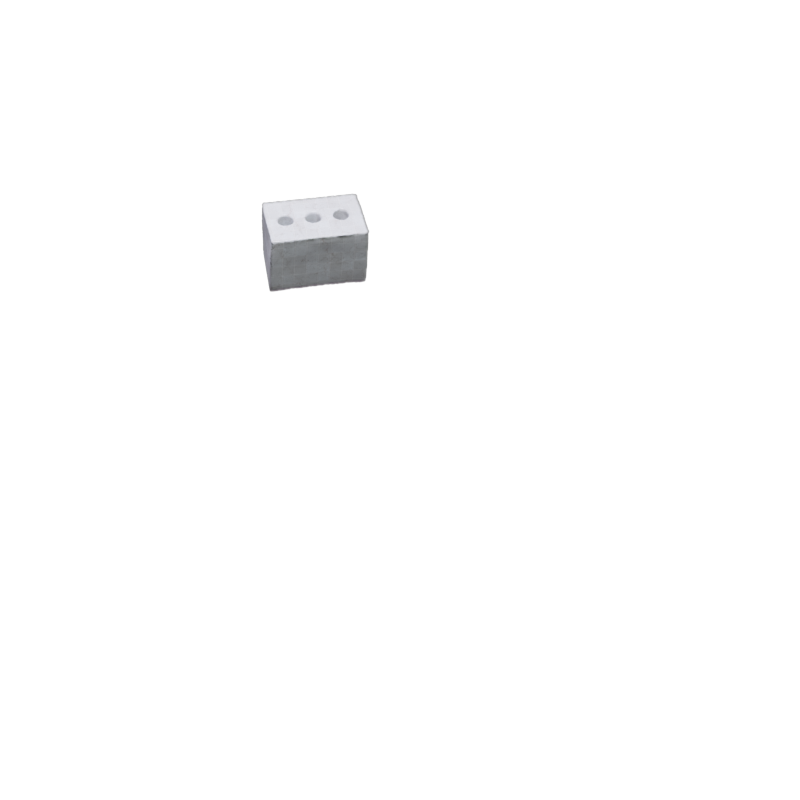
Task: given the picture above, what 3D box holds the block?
[{"bbox_3d":[-0.068,-0.124,0.872,0.077,0.048,0.057,-8,45,-9],"label":"block"}]
